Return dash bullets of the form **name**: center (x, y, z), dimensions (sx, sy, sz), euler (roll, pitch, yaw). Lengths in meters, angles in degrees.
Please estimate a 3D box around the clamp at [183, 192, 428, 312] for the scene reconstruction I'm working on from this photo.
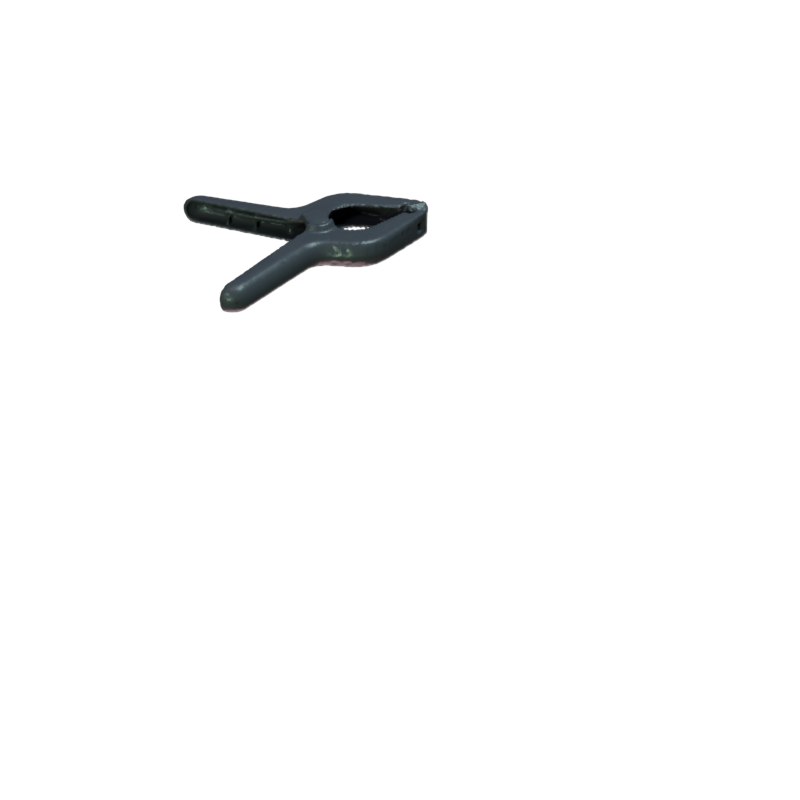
- **clamp**: center (-0.074, -0.135, 0.942), dimensions (0.208, 0.034, 0.177), euler (-7, 39, -9)
